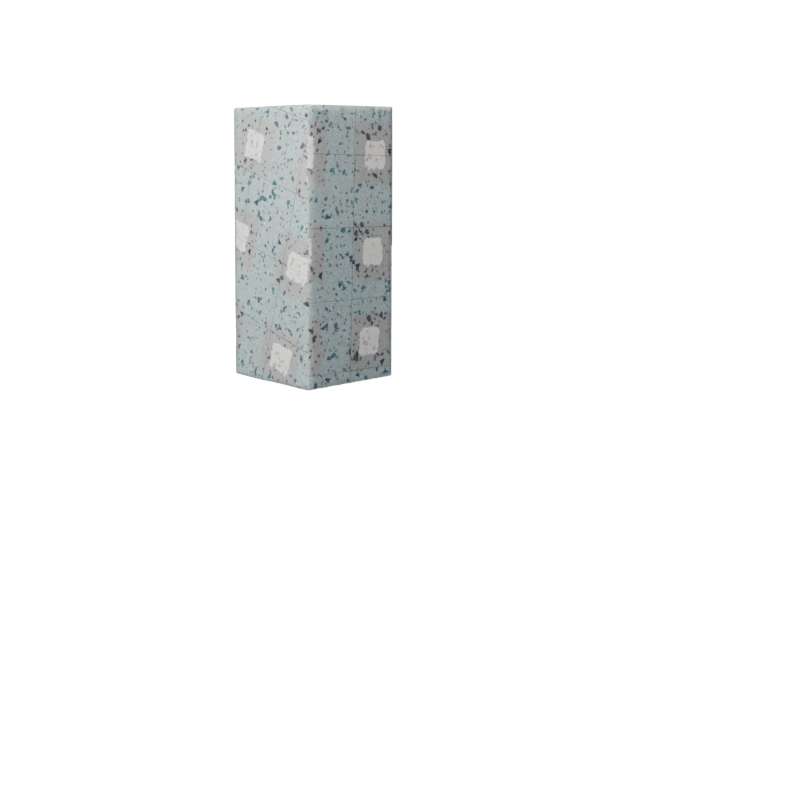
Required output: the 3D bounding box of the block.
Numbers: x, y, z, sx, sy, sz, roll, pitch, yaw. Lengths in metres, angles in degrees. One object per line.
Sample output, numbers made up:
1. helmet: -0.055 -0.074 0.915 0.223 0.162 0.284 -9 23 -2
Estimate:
1. block: -0.066 -0.122 0.851 0.088 0.204 0.094 -5 8 -43
